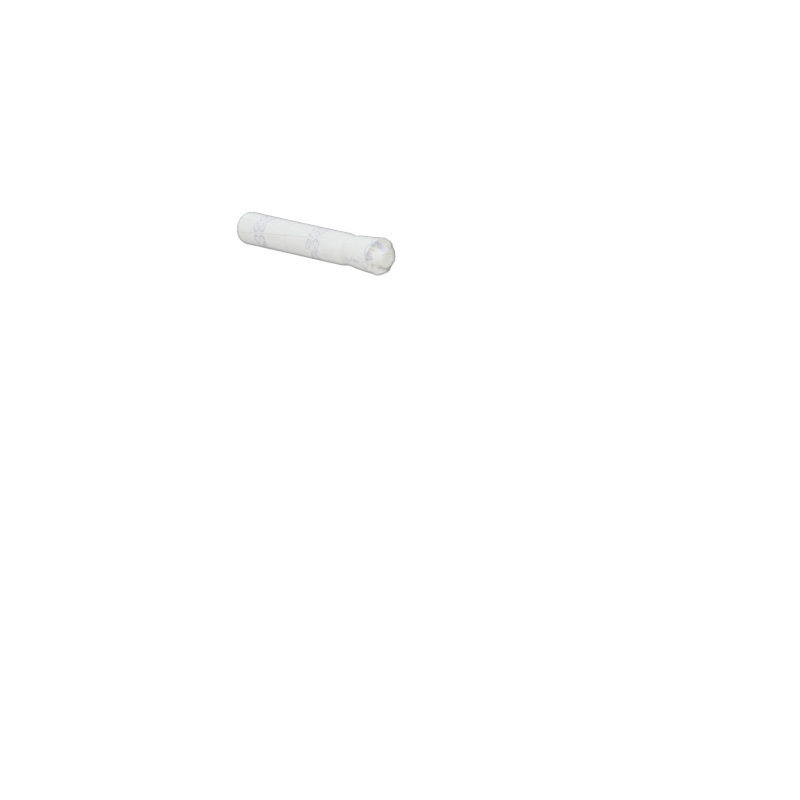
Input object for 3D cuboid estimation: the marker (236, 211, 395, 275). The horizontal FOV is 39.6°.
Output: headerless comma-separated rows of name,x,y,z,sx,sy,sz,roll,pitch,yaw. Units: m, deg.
marker,-0.045,-0.083,0.581,0.019,0.019,0.128,-3,15,-39
